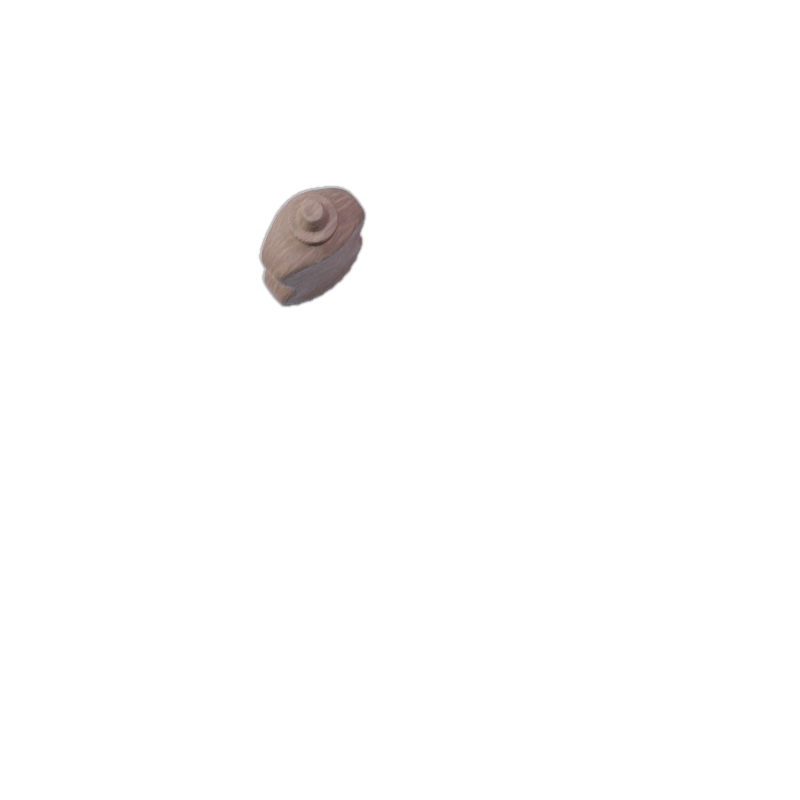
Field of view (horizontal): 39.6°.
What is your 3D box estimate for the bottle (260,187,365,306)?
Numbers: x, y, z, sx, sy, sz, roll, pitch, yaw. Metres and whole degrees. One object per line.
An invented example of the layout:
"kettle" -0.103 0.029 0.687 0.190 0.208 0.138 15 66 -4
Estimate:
"bottle" -0.074 -0.135 0.946 0.096 0.060 0.187 -37 -3 -7
